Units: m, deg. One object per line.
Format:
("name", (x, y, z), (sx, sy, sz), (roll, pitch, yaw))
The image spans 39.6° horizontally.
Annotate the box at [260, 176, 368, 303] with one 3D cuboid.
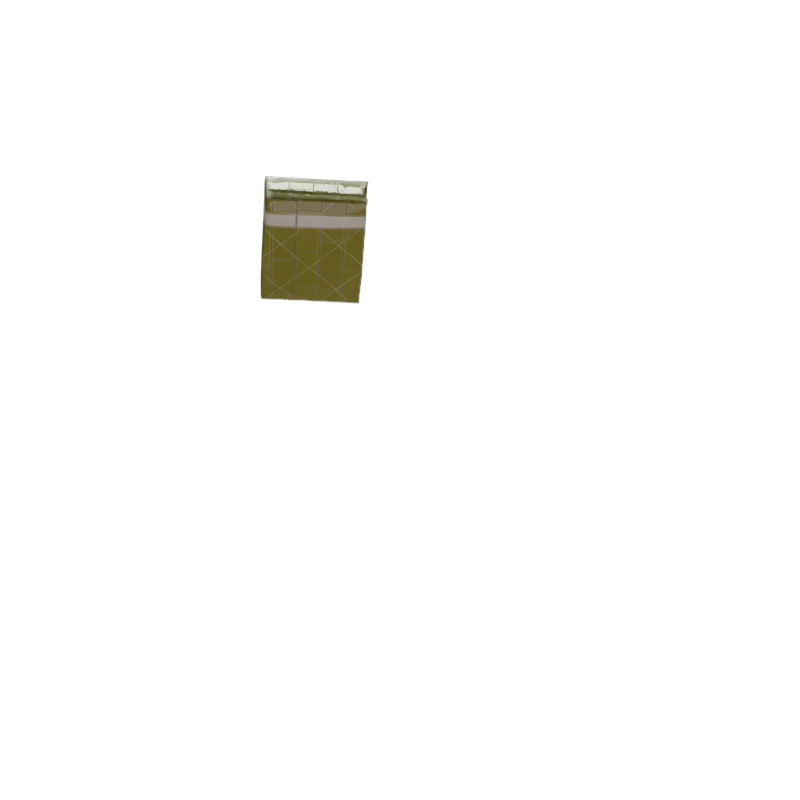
("box", (-0.076, -0.138, 0.968), (0.089, 0.106, 0.042), (3, 41, -4))
